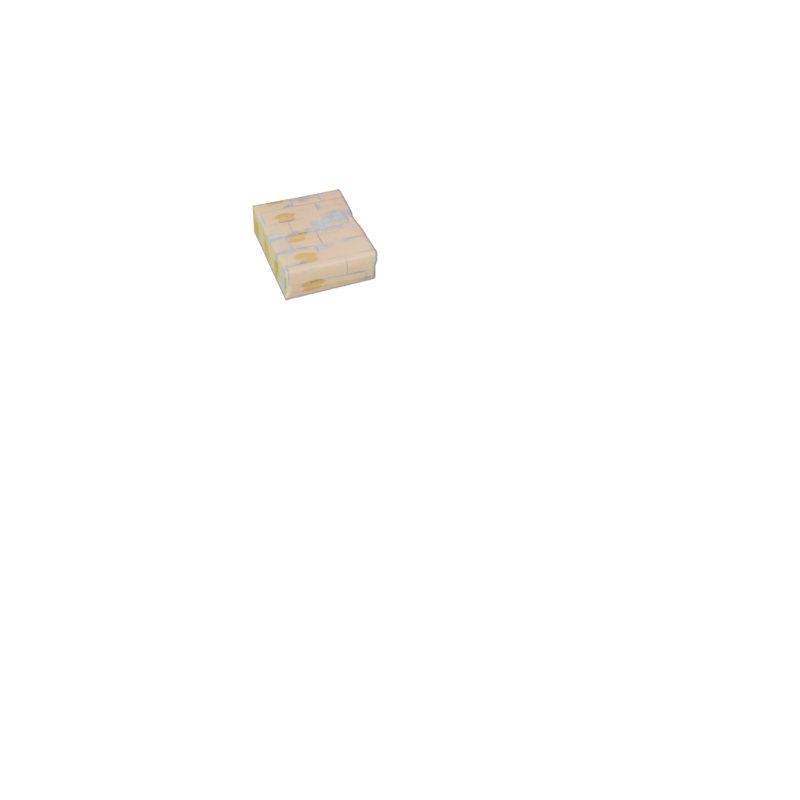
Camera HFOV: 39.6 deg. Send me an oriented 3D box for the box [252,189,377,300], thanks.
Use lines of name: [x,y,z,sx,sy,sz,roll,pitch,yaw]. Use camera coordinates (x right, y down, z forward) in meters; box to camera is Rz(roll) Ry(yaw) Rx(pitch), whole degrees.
box: [-0.067,-0.121,0.851,0.072,0.028,0.097,-14,45,-15]
